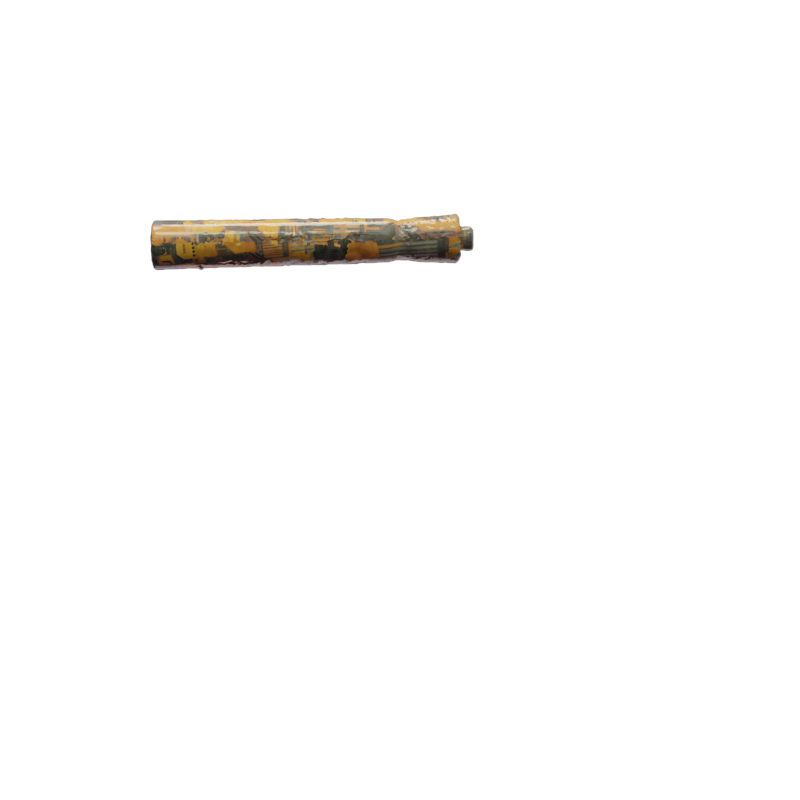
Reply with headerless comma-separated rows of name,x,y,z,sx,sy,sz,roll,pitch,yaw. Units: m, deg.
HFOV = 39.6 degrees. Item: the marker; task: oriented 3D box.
marker,-0.033,-0.060,0.420,0.121,0.020,0.020,-1,4,-1
